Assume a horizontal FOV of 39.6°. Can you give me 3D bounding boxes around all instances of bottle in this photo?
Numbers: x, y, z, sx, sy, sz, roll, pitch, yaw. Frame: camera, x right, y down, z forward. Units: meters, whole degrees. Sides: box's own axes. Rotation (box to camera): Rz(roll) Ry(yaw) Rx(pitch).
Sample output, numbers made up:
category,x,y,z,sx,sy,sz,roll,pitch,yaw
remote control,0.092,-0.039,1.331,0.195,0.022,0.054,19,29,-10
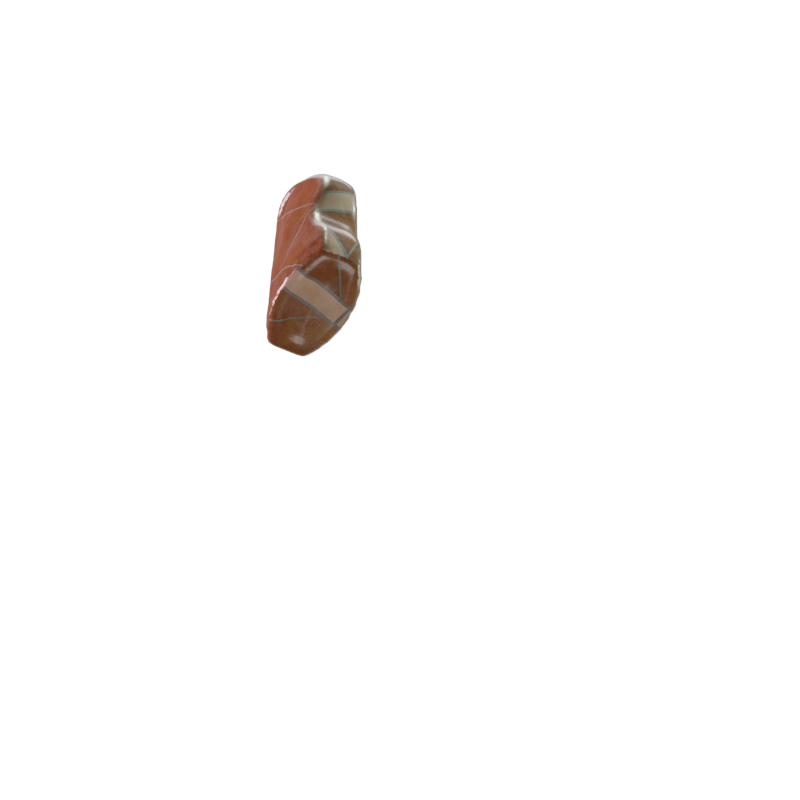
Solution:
category,x,y,z,sx,sy,sz,roll,pitch,yaw
bottle,-0.069,-0.126,0.882,0.057,0.093,0.205,21,31,-18
